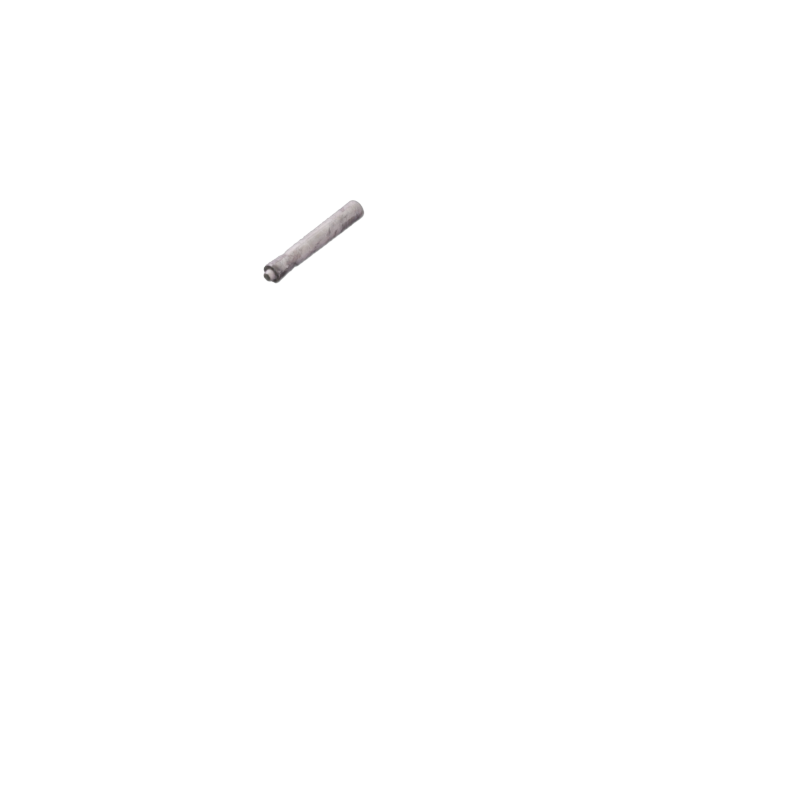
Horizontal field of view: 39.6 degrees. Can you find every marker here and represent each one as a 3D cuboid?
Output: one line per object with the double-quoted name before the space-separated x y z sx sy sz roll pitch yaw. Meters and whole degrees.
"marker" -0.077 -0.140 0.983 0.021 0.019 0.123 3 37 46
